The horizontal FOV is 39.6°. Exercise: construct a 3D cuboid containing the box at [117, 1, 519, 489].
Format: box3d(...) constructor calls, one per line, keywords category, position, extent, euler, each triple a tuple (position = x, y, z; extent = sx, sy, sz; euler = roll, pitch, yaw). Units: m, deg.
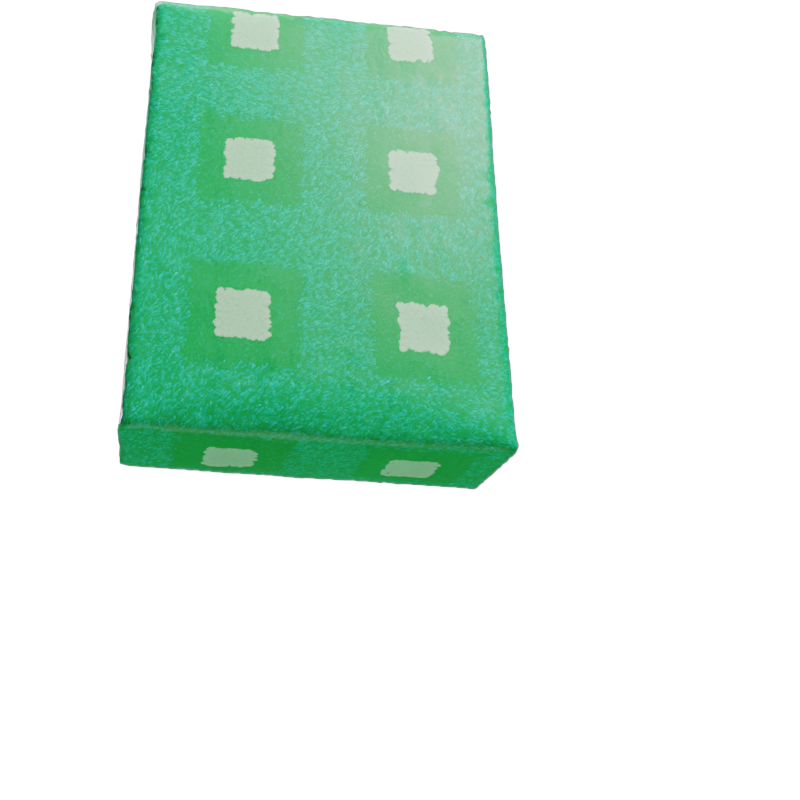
box3d(category="box", position=(-0.040, -0.073, 0.514), extent=(0.162, 0.227, 0.069), euler=(3, -27, -10))
